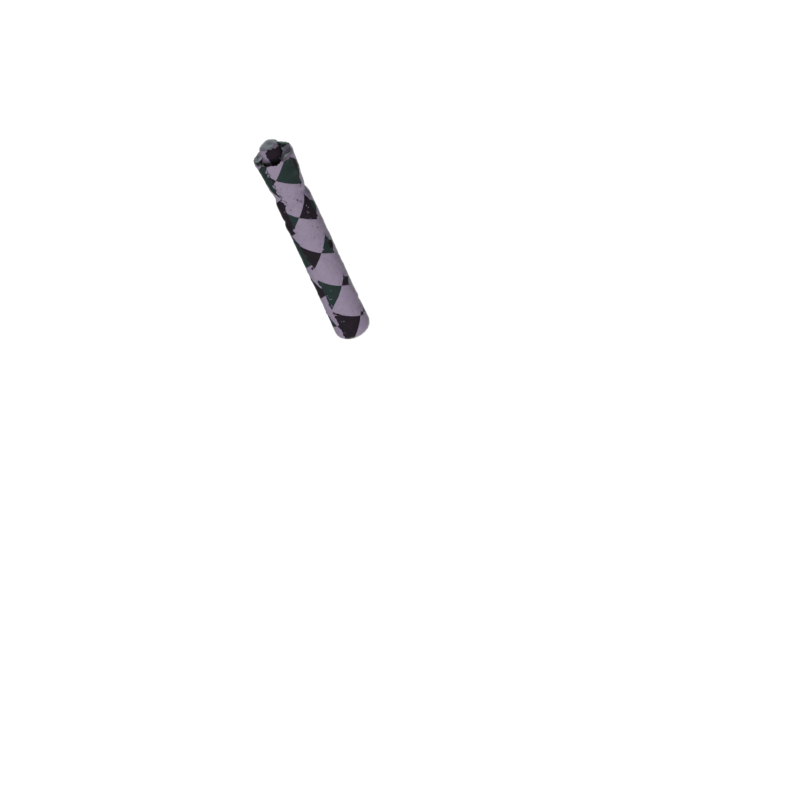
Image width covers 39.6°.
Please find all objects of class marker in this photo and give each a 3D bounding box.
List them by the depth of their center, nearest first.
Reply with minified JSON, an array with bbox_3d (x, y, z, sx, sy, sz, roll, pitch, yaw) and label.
[{"bbox_3d":[-0.042,-0.076,0.532,0.020,0.021,0.112,-14,-48,11],"label":"marker"}]
